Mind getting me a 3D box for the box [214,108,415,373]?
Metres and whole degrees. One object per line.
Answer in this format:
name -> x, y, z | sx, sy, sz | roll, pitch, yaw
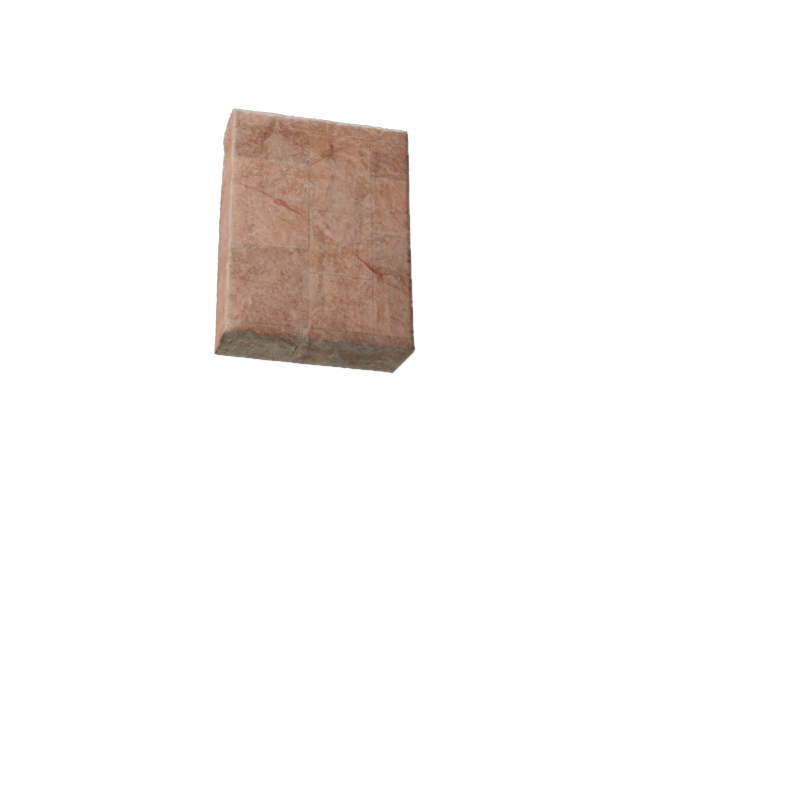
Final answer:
box -> -0.076, -0.139, 0.973 | 0.161, 0.226, 0.069 | 5, -25, -14
